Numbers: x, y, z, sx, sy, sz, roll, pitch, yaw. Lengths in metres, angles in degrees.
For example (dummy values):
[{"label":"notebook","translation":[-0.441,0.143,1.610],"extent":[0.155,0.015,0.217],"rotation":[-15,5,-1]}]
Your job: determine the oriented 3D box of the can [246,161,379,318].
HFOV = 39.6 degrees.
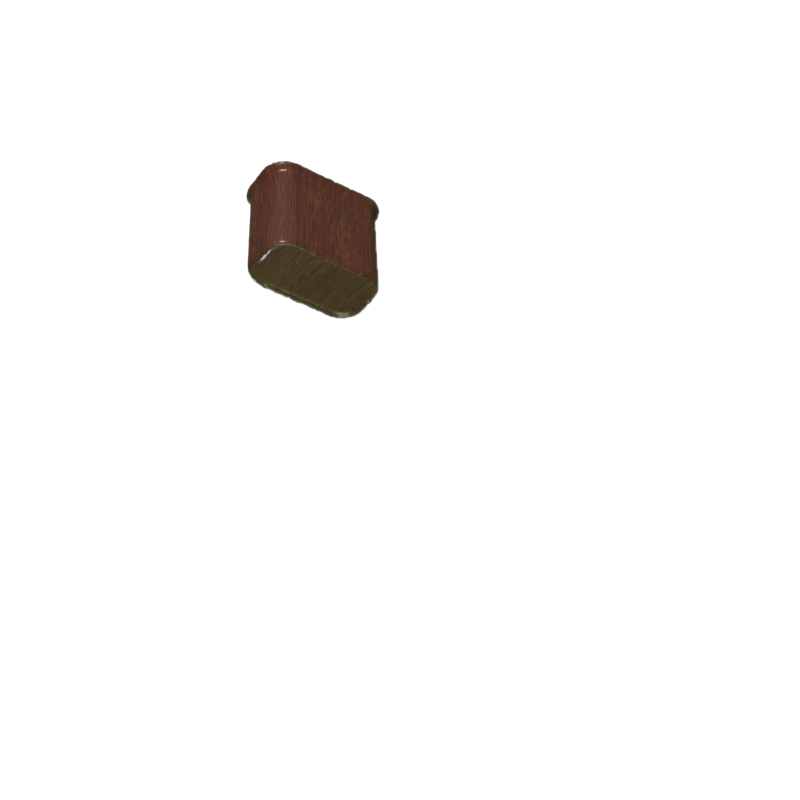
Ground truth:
[{"label":"can","translation":[-0.065,-0.118,0.826],"extent":[0.097,0.090,0.056],"rotation":[22,-46,-25]}]
